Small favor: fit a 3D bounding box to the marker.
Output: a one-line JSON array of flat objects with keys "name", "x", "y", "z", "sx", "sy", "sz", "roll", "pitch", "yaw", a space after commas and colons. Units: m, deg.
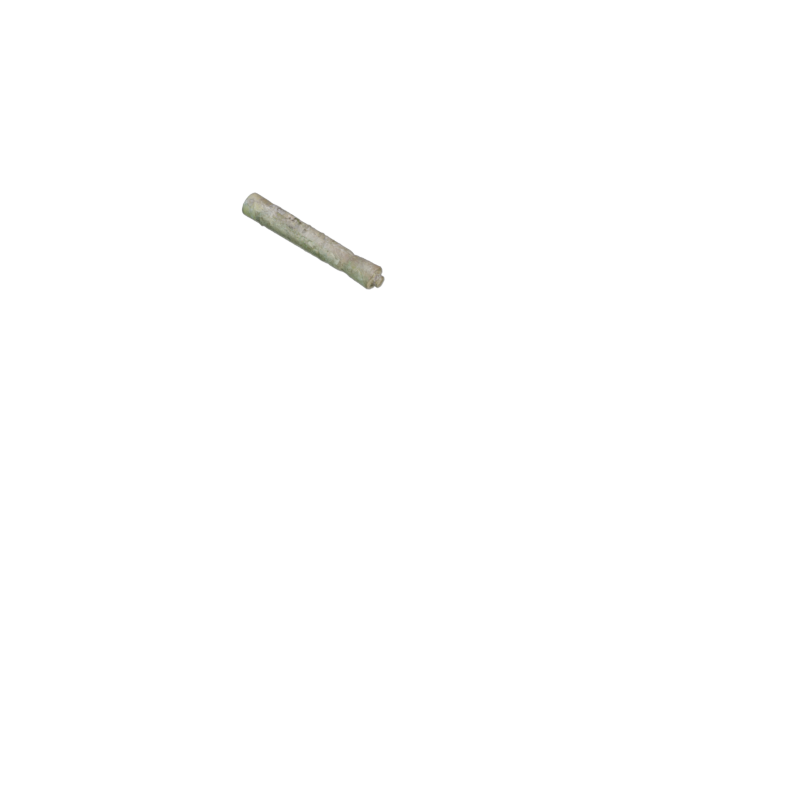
[{"name": "marker", "x": -0.063, "y": -0.115, "z": 0.803, "sx": 0.127, "sy": 0.019, "sz": 0.019, "roll": 33, "pitch": 16, "yaw": 21}]
